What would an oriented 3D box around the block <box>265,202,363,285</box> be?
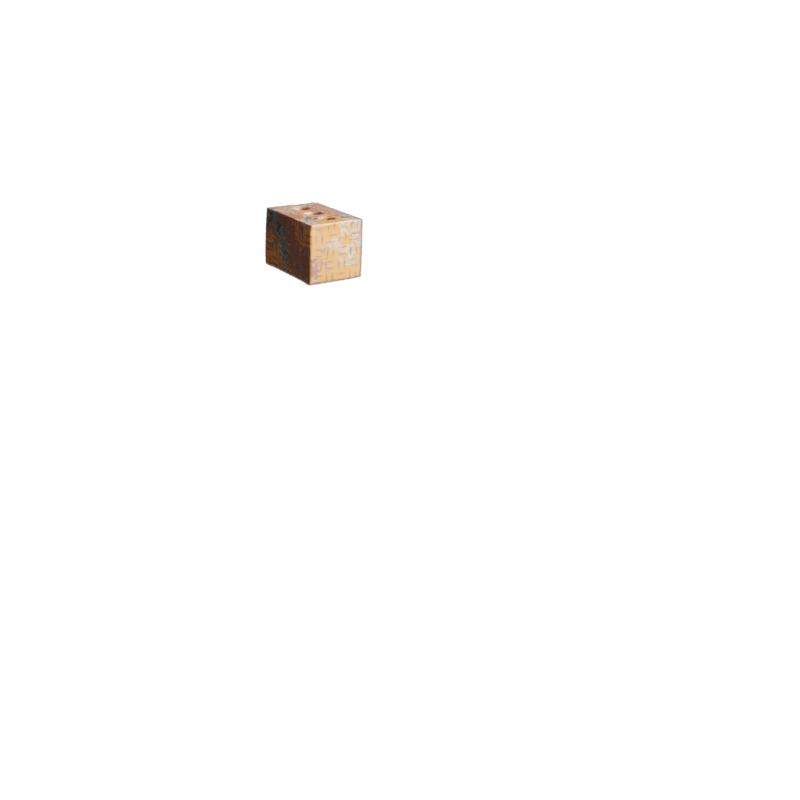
[{"bbox_3d":[-0.073,-0.133,0.935,0.051,0.049,0.083,-11,23,-31],"label":"block"}]
